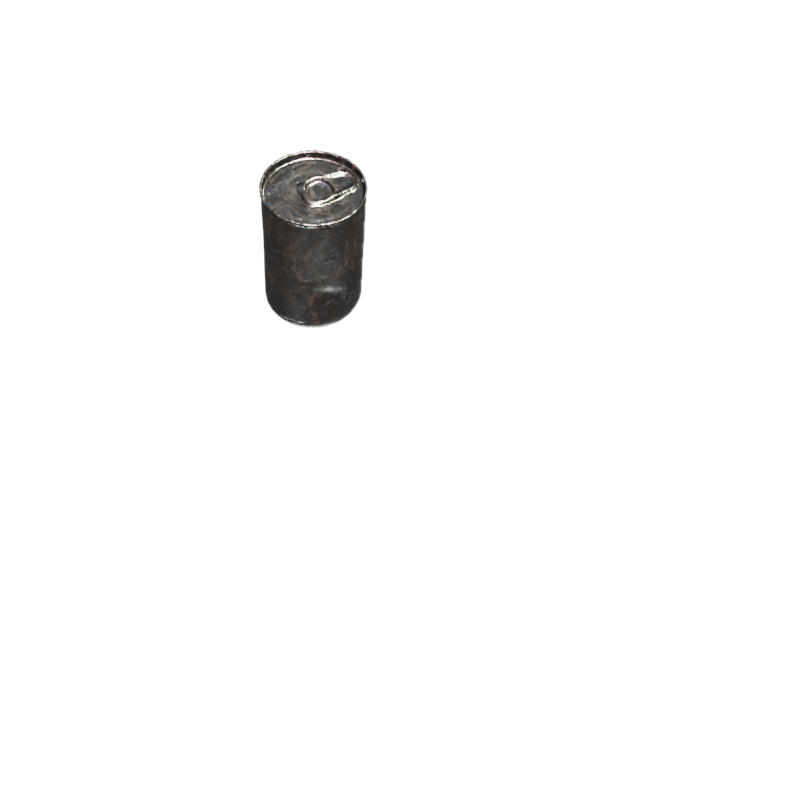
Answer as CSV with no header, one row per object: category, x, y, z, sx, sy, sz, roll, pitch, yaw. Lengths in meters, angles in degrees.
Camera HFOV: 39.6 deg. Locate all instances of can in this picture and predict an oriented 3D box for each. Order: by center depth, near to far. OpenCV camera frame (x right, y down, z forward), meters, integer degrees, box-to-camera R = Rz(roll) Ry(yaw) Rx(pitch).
can,-0.057,-0.104,0.732,0.068,0.073,0.095,0,-39,-3
